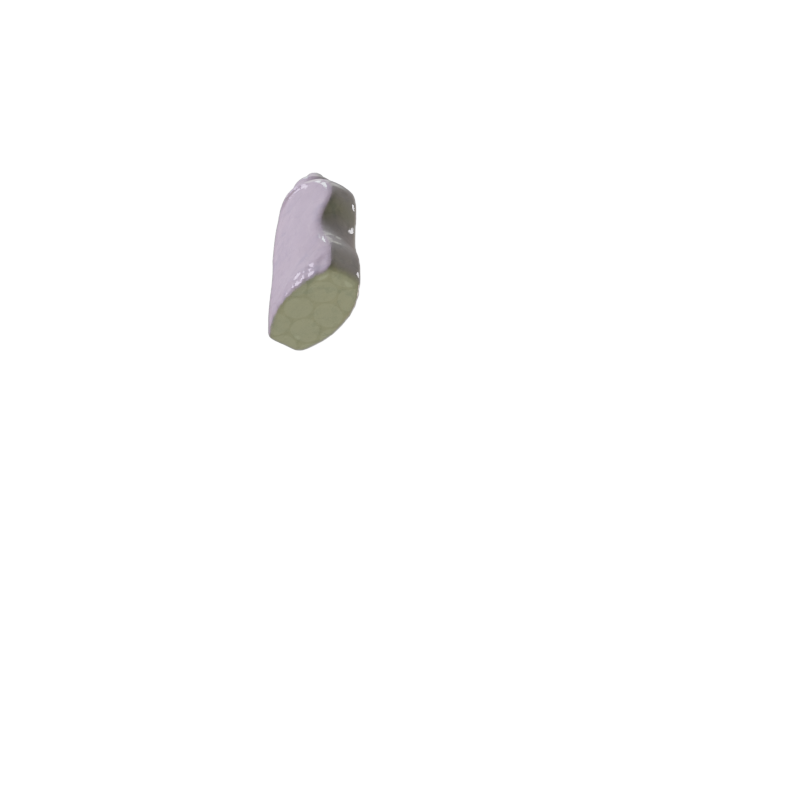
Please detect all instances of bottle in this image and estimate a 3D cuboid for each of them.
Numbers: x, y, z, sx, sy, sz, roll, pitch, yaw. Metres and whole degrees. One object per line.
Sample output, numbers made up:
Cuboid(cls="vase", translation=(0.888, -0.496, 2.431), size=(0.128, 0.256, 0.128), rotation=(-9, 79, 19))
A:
Cuboid(cls="bottle", translation=(-0.076, -0.139, 0.978), size=(0.056, 0.206, 0.093), rotation=(25, -53, -25))
